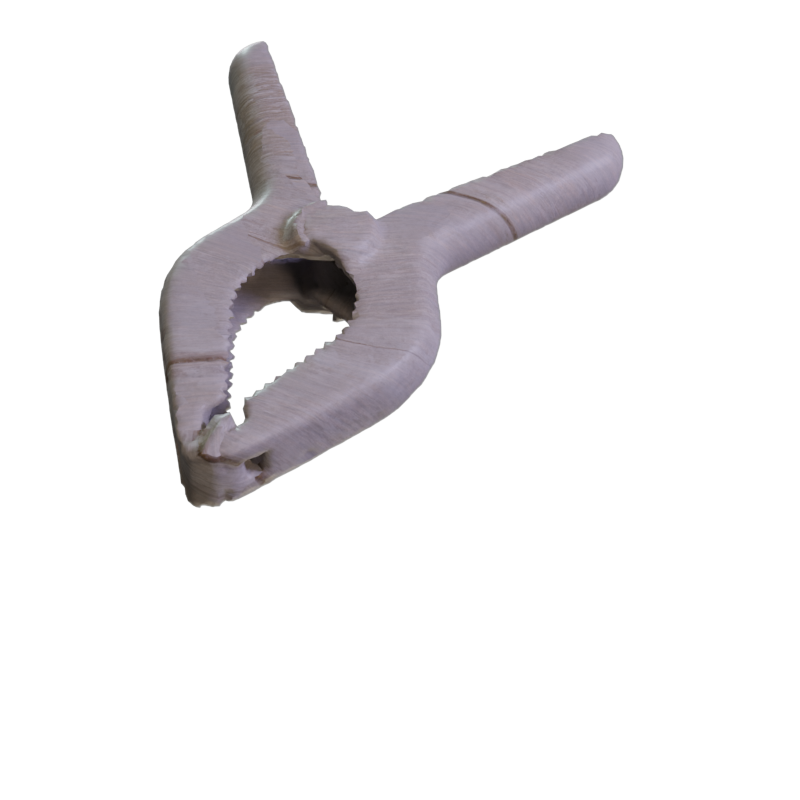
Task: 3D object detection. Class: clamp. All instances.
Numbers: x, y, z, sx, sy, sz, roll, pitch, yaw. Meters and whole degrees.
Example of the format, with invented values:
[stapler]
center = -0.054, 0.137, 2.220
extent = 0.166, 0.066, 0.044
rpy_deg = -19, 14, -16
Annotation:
[clamp]
center = -0.031, -0.056, 0.395
extent = 0.171, 0.034, 0.217
rpy_deg = 22, 51, 18
